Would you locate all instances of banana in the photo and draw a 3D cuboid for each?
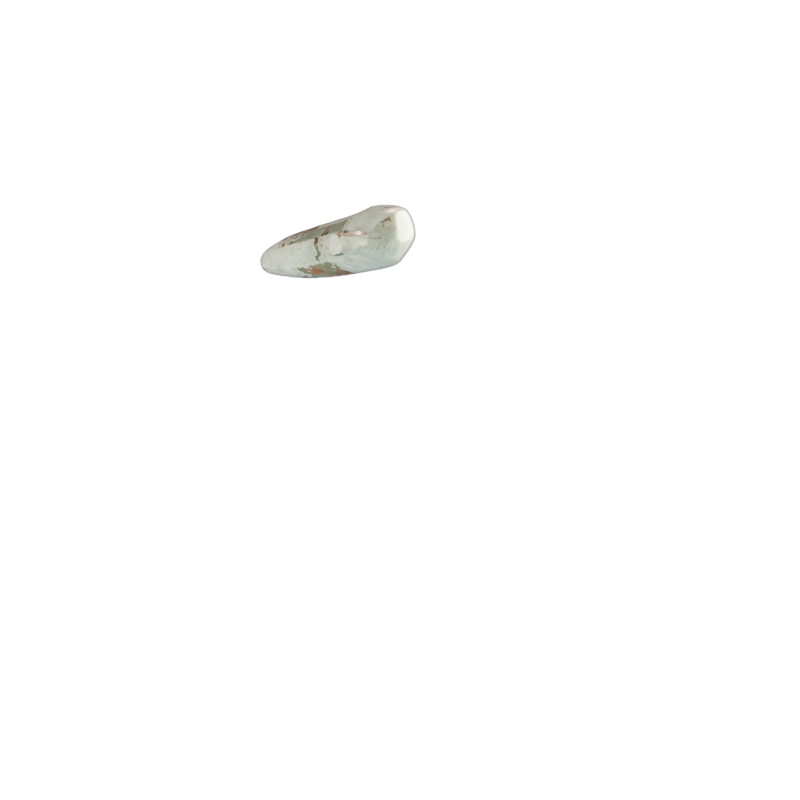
[{"bbox_3d":[-0.035,-0.099,0.693,0.068,0.037,0.201,0,2,-18],"label":"banana"}]
